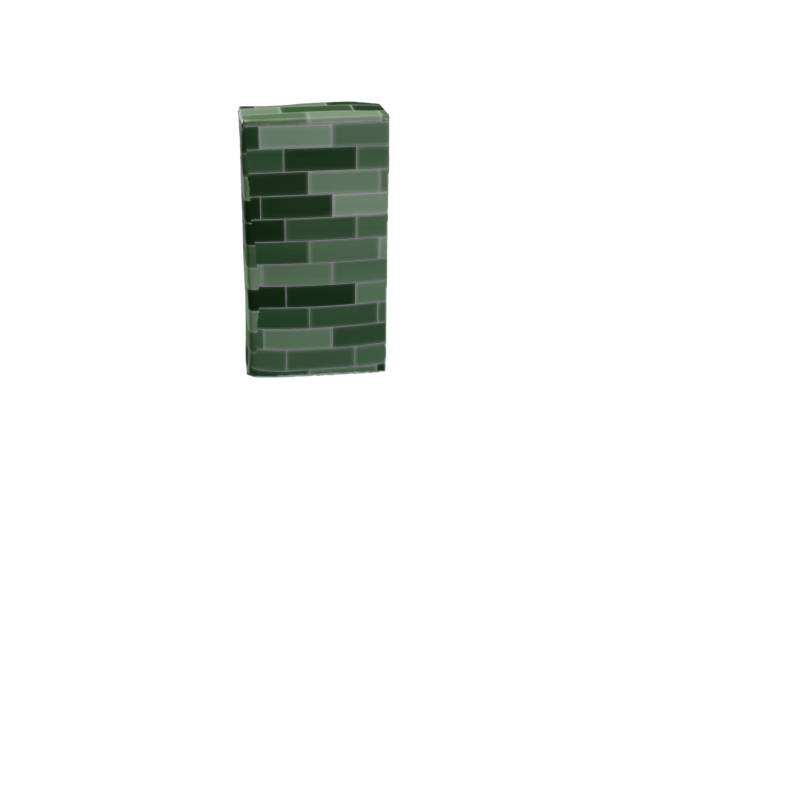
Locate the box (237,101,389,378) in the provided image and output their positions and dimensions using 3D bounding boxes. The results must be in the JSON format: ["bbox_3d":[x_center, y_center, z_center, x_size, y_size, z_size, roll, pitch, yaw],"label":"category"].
[{"bbox_3d":[-0.056,-0.102,0.715,0.092,0.169,0.051,-2,20,-8],"label":"box"}]
